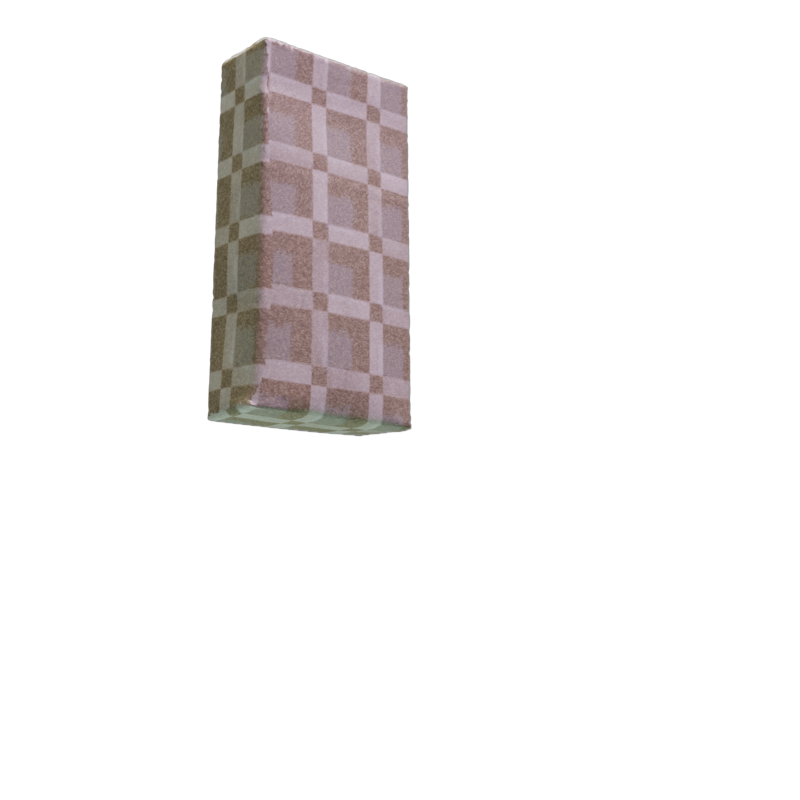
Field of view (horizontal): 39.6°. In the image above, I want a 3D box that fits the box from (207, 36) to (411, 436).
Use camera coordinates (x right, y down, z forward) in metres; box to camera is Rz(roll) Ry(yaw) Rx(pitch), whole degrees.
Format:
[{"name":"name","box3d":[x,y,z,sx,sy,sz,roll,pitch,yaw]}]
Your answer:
[{"name":"box","box3d":[-0.042,-0.076,0.532,0.089,0.184,0.048,12,-21,-37]}]
